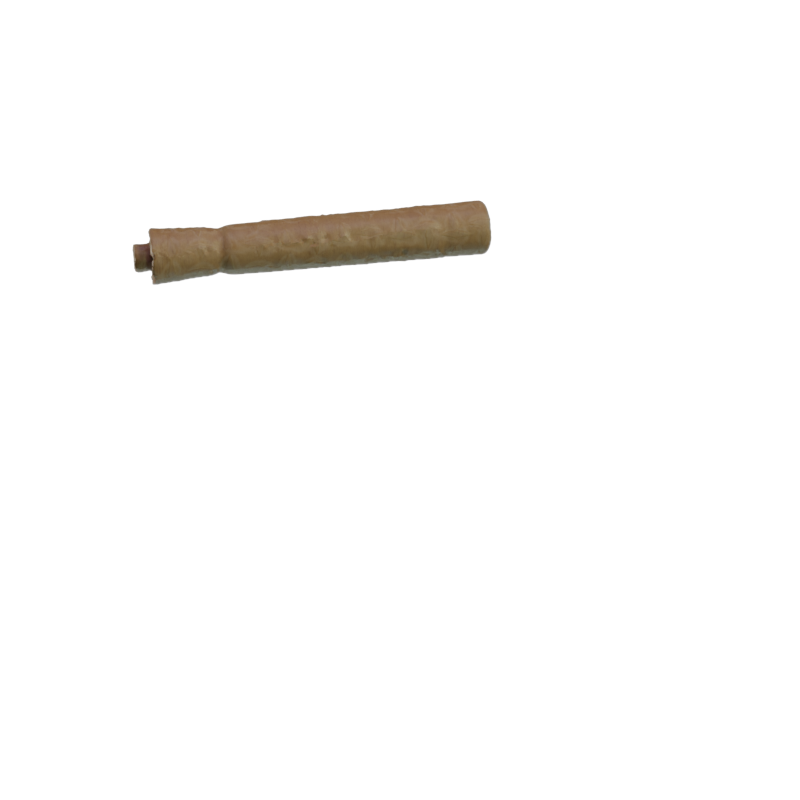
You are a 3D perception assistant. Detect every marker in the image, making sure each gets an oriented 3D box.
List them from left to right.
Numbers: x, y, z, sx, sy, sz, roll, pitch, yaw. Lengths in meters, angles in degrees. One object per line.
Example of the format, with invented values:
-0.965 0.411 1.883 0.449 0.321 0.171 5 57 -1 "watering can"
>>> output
-0.029 -0.054 0.376 0.119 0.020 0.020 -6 5 -10 "marker"
